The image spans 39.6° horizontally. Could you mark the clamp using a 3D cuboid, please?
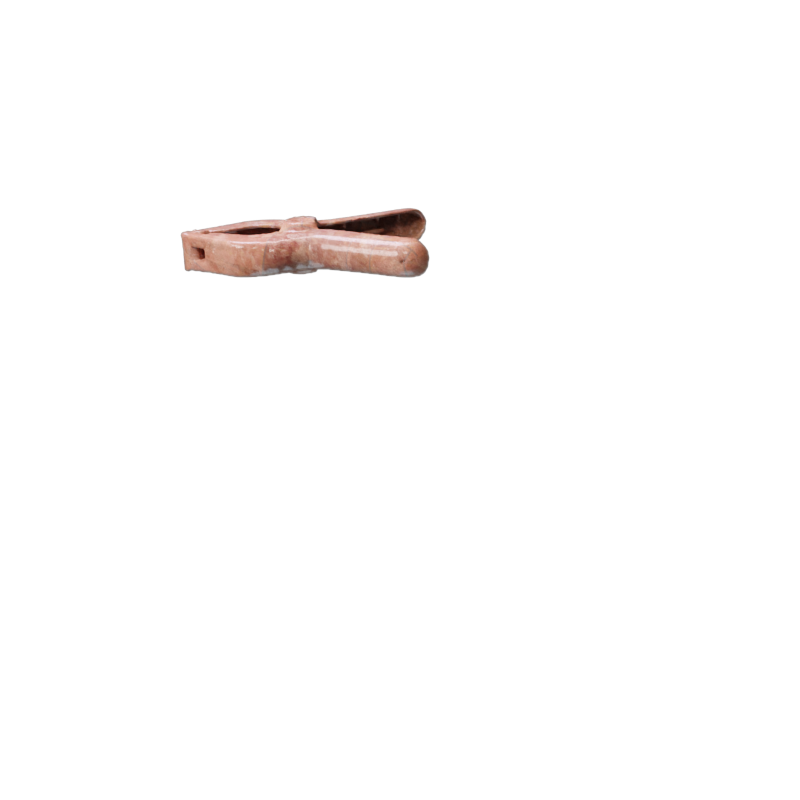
[{"bbox_3d":[-0.059,-0.108,0.754,0.174,0.038,0.121,3,15,12],"label":"clamp"}]
